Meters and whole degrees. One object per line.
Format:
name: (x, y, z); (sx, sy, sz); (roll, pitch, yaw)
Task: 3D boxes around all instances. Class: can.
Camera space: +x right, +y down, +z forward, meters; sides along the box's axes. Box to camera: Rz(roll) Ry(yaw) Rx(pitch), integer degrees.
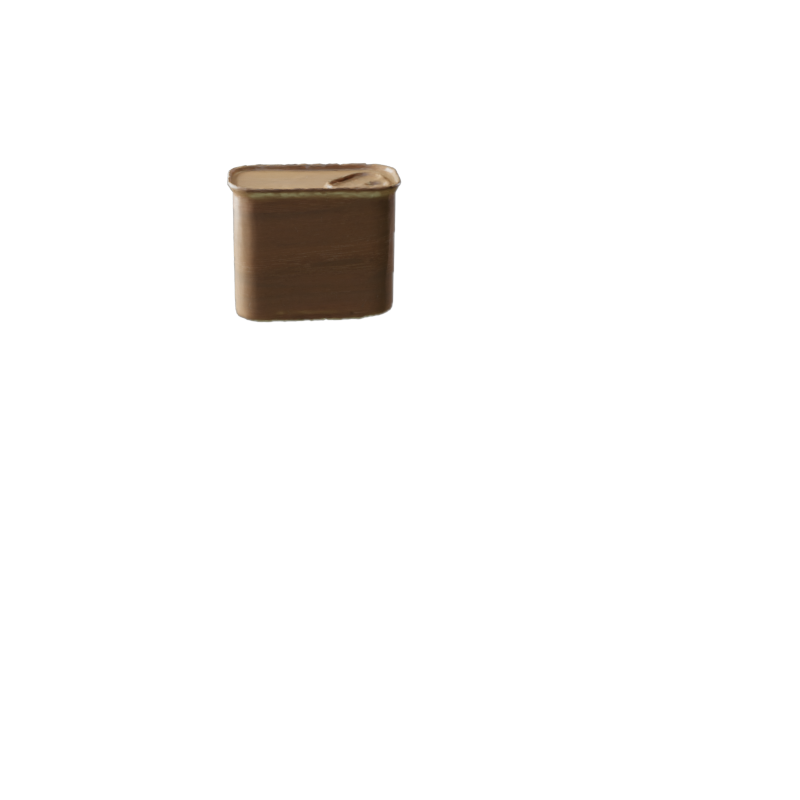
can: (-0.052, -0.096, 0.669); (0.101, 0.080, 0.060); (-1, 21, -5)
